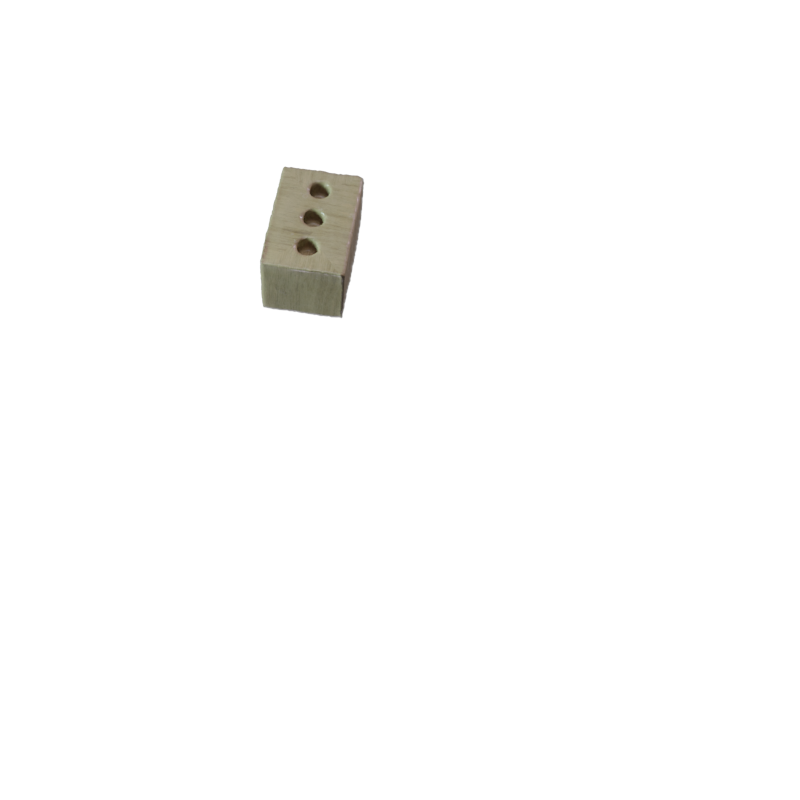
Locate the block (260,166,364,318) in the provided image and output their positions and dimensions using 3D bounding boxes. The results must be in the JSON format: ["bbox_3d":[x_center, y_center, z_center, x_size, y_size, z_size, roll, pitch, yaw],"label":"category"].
[{"bbox_3d":[-0.054,-0.099,0.690,0.053,0.083,0.048,7,-32,2],"label":"block"}]
